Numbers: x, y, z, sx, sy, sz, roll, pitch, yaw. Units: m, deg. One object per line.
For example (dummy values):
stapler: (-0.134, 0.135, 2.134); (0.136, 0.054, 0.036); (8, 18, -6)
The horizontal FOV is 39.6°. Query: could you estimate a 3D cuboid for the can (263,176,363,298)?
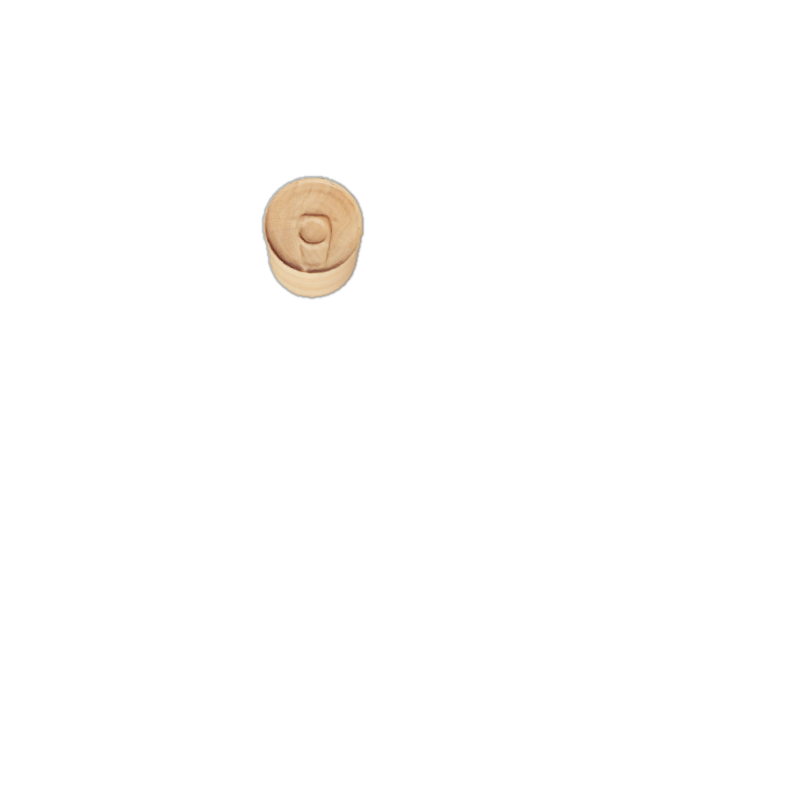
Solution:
can: (-0.062, -0.114, 0.795); (0.068, 0.070, 0.100); (0, -7, -3)
